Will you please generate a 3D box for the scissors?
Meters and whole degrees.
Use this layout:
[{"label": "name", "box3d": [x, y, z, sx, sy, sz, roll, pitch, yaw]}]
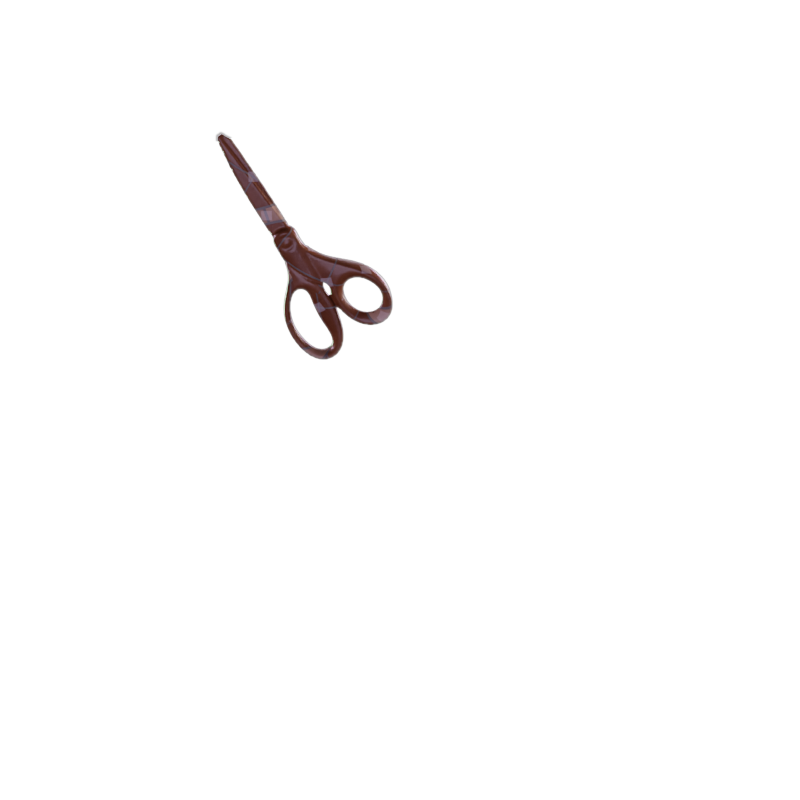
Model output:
[{"label": "scissors", "box3d": [-0.067, -0.122, 0.852, 0.096, 0.190, 0.017, -12, 25, 6]}]
